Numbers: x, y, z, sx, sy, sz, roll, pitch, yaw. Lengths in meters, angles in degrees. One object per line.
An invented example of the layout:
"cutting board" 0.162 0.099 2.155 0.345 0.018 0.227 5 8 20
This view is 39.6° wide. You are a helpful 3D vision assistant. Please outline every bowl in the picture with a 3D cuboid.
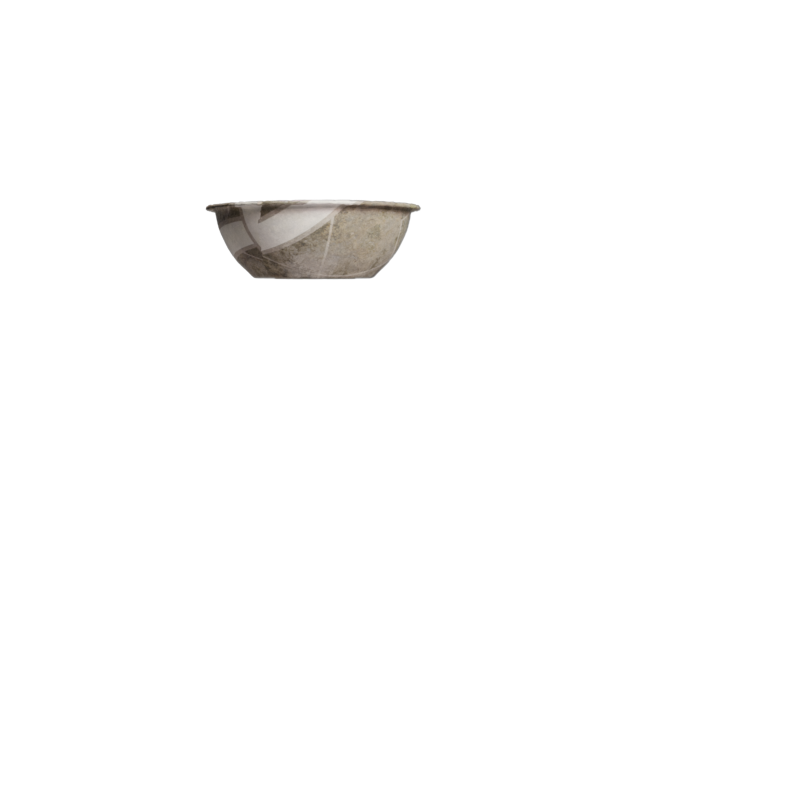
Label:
"bowl" -0.065 -0.119 0.834 0.162 0.055 0.164 0 6 -2
